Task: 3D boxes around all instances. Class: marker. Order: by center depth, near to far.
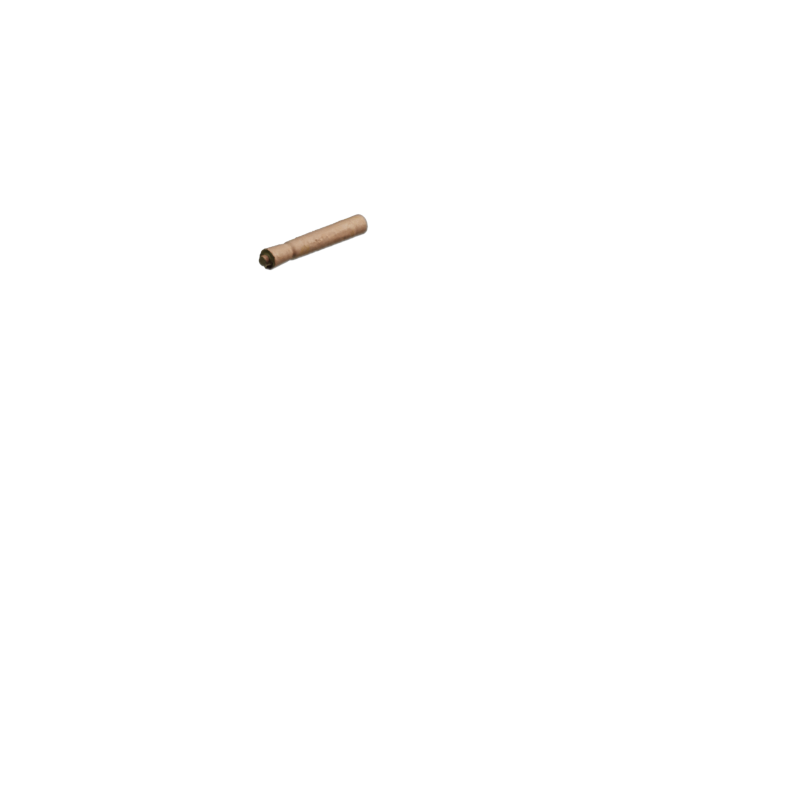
[{"bbox_3d":[-0.075,-0.136,0.952,0.021,0.019,0.120,4,24,43],"label":"marker"}]
